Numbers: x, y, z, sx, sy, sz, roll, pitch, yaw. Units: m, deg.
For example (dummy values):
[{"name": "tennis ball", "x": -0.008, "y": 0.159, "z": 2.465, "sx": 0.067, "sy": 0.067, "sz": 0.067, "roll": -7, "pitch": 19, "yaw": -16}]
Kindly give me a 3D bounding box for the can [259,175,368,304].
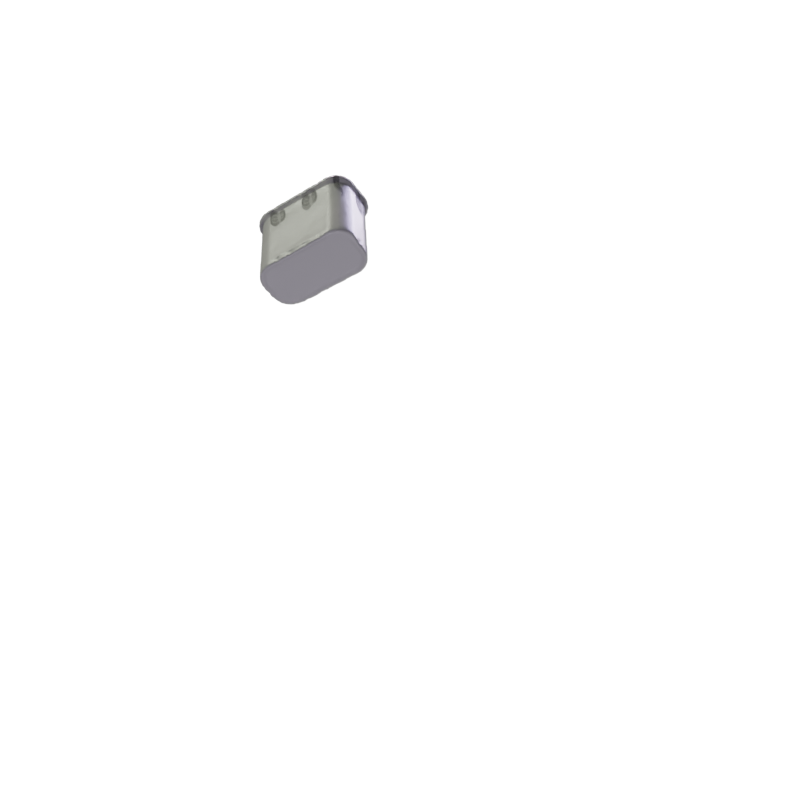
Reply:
[{"name": "can", "x": -0.078, "y": -0.143, "z": 0.998, "sx": 0.102, "sy": 0.090, "sz": 0.054, "roll": -27, "pitch": -54, "yaw": 19}]
